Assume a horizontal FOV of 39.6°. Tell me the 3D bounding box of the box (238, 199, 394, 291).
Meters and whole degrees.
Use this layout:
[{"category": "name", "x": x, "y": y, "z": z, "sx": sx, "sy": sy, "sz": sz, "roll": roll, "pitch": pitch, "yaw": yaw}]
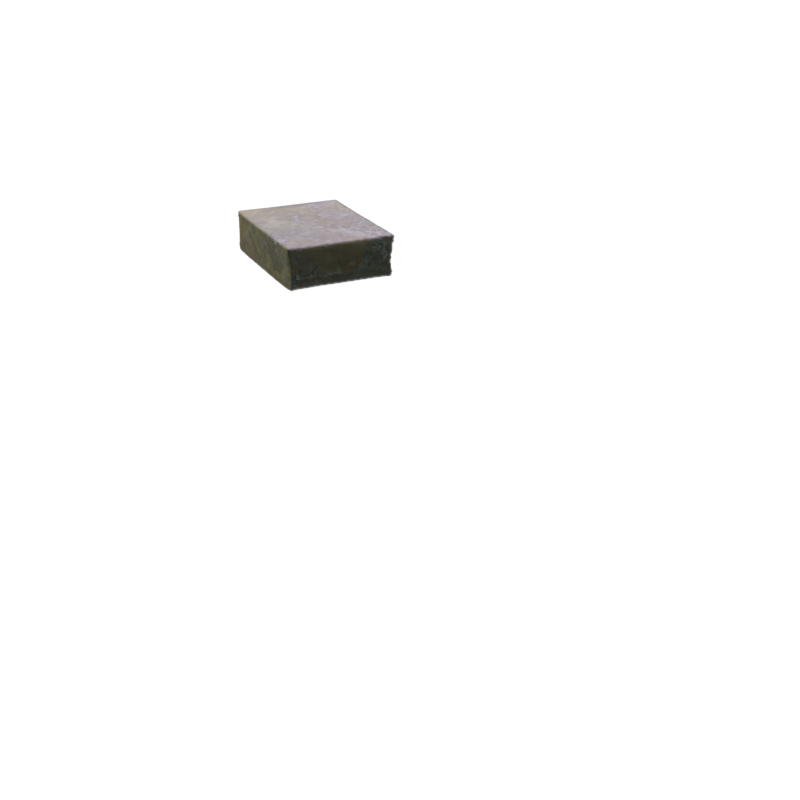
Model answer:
[{"category": "box", "x": -0.069, "y": -0.126, "z": 0.886, "sx": 0.088, "sy": 0.037, "sz": 0.122, "roll": -12, "pitch": 29, "yaw": -23}]
